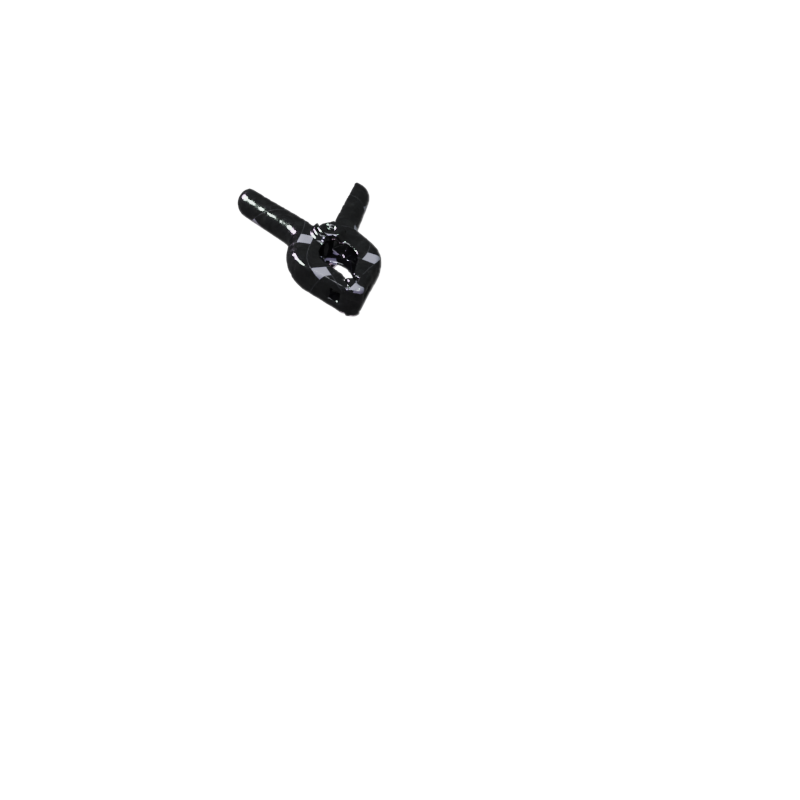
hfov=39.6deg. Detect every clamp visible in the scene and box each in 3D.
[{"bbox_3d":[-0.074,-0.135,0.943,0.119,0.037,0.185,-6,39,-8],"label":"clamp"}]
